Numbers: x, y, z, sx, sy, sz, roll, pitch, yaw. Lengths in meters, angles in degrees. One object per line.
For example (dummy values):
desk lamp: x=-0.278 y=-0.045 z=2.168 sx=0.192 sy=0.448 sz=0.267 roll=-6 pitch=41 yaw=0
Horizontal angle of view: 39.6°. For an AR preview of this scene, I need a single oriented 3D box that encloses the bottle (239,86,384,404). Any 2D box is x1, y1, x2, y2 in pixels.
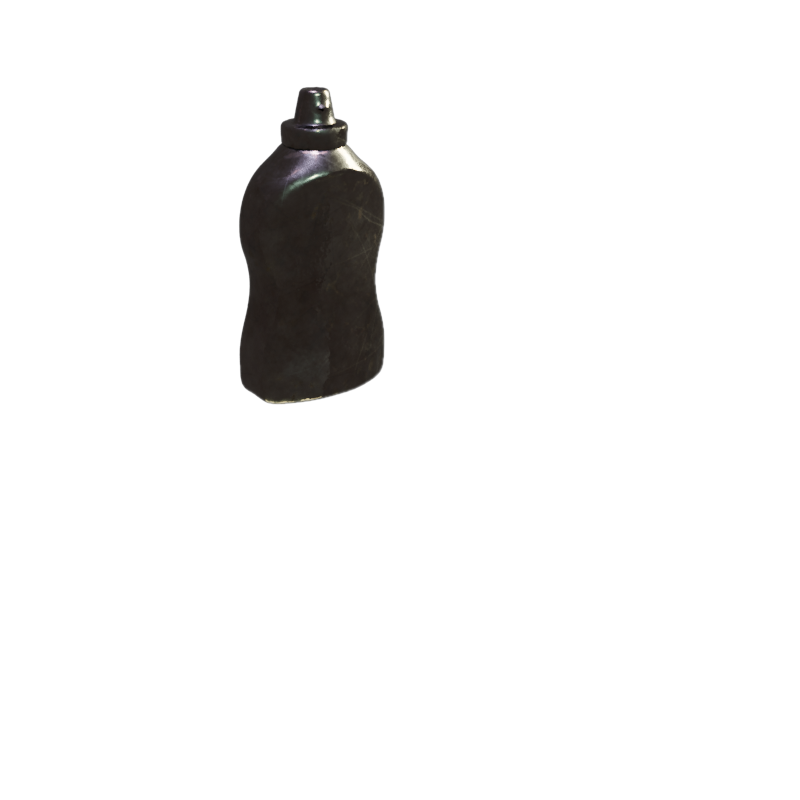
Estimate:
bottle: x=-0.054 y=-0.099 z=0.692 sx=0.094 sy=0.184 sz=0.062 roll=-11 pitch=21 yaw=-32
